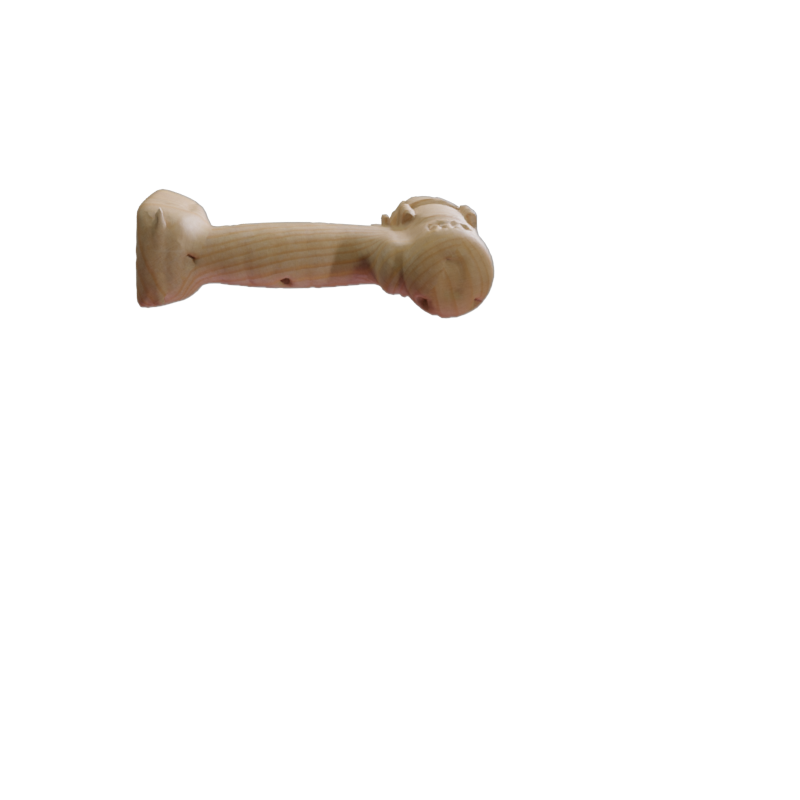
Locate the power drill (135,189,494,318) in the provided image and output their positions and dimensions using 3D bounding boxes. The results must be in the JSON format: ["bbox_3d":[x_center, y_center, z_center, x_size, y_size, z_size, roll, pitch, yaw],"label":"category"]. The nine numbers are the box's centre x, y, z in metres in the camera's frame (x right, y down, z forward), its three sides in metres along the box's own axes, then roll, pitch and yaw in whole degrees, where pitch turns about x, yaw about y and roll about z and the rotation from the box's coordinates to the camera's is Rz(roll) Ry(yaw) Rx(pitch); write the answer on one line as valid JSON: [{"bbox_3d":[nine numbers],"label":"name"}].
[{"bbox_3d":[-0.049,-0.089,0.625,0.187,0.056,0.190,-1,15,-3],"label":"power drill"}]
